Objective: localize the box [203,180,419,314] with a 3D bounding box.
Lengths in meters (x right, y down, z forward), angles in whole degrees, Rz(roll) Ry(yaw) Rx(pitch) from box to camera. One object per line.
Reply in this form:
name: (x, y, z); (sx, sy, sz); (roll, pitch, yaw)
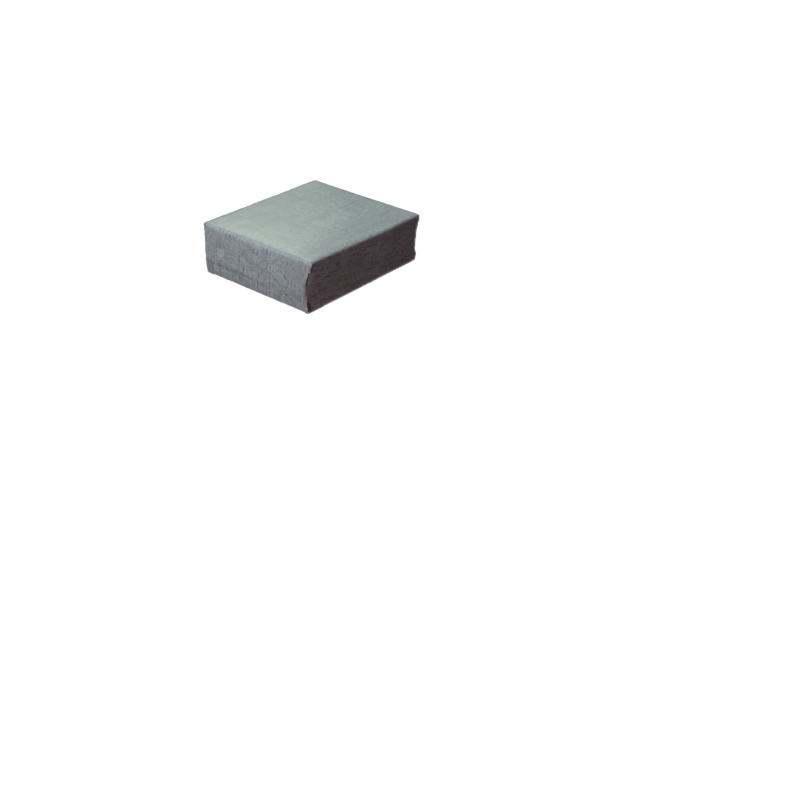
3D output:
box: (-0.056, -0.102, 0.711); (0.095, 0.037, 0.114); (22, 37, 32)
